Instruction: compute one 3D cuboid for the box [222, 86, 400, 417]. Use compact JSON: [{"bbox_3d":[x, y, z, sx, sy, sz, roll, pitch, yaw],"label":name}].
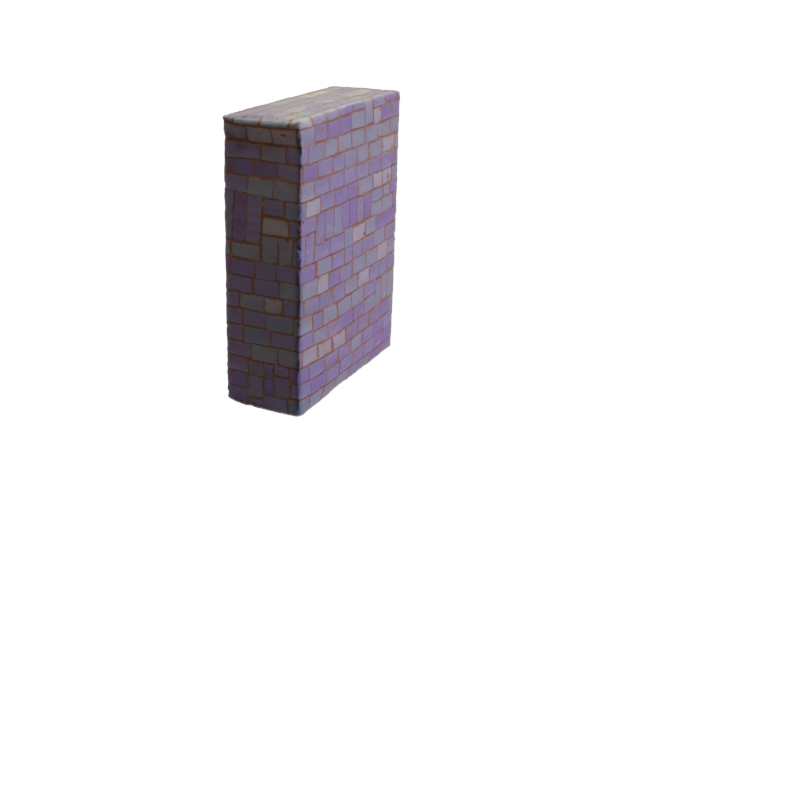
[{"bbox_3d":[-0.065,-0.119,0.834,0.074,0.205,0.165,9,20,23],"label":"box"}]
